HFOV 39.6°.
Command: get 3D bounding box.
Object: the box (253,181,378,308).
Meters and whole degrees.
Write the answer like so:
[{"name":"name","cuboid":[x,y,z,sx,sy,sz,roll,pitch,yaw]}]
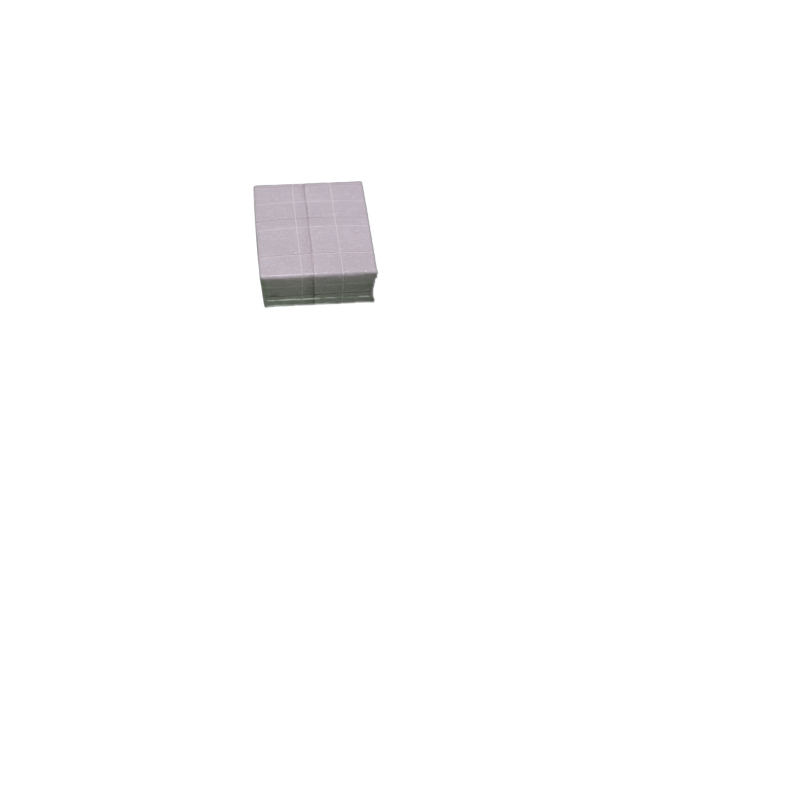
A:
[{"name":"box","cuboid":[-0.069,-0.125,0.878,0.089,0.122,0.036,-5,-42,-5]}]
